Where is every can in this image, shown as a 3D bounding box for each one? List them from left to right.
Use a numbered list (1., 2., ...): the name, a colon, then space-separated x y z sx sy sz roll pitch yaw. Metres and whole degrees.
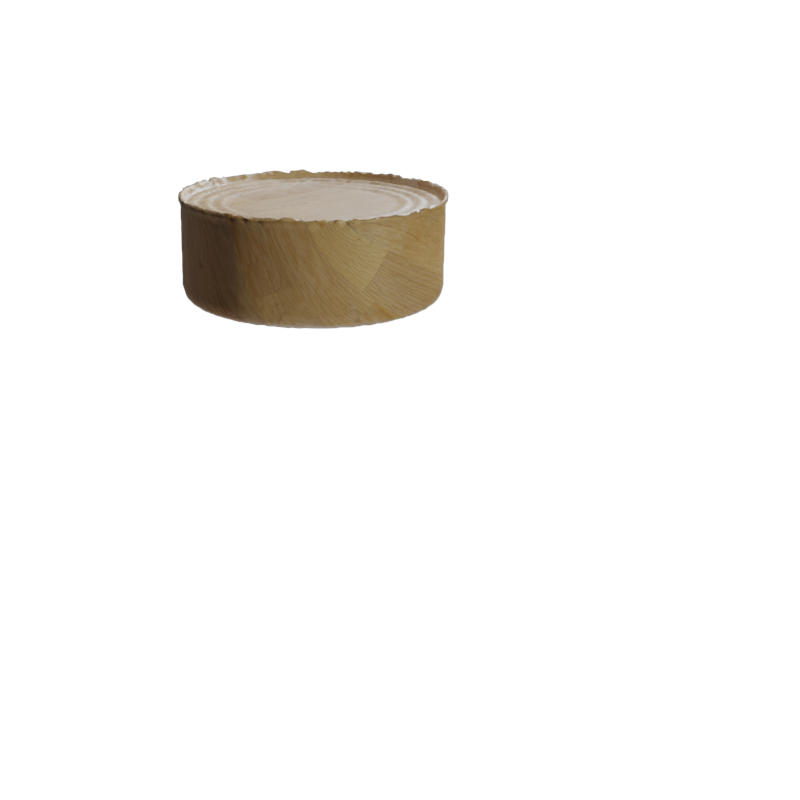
1. can: -0.028 -0.051 0.357 0.086 0.032 0.089 -1 20 -2
